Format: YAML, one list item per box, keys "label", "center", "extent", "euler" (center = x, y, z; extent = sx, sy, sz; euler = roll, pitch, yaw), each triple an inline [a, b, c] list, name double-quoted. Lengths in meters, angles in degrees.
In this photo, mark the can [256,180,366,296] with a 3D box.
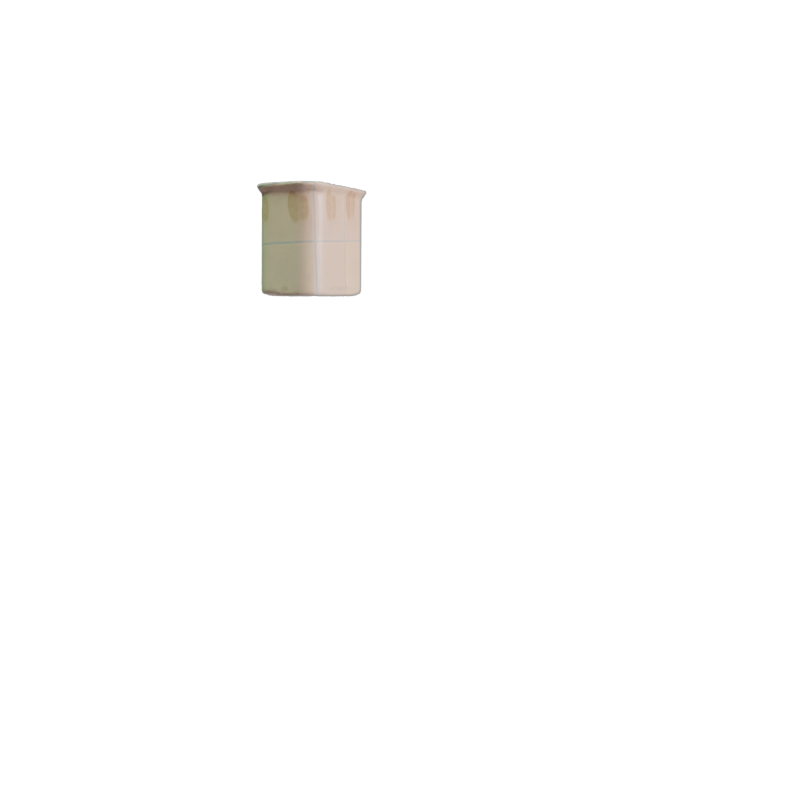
- label: "can"
  center: [-0.067, -0.121, 0.850]
  extent: [0.059, 0.084, 0.099]
  euler: [0, 2, 23]
